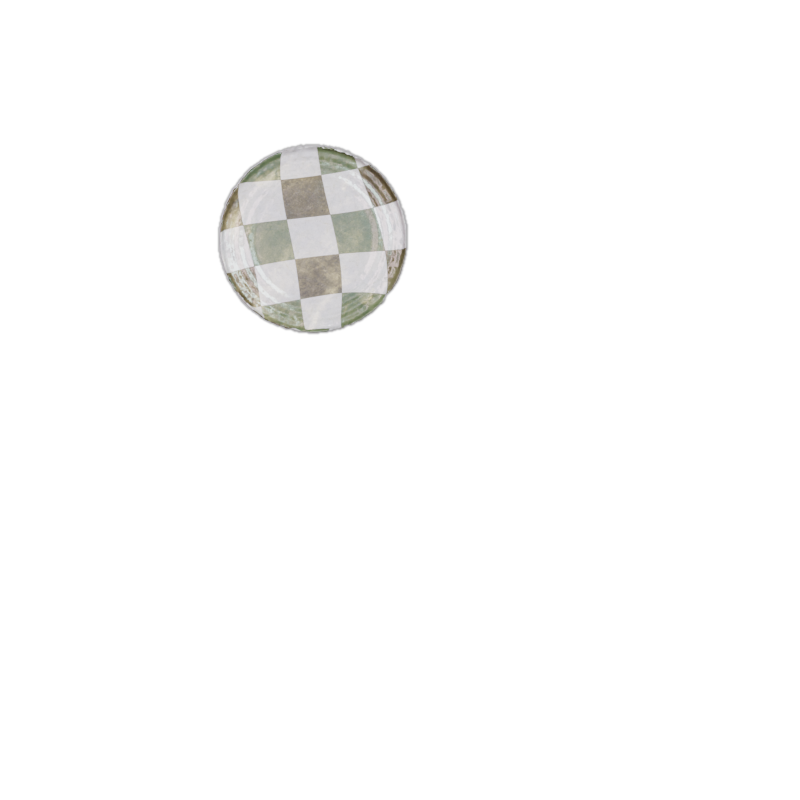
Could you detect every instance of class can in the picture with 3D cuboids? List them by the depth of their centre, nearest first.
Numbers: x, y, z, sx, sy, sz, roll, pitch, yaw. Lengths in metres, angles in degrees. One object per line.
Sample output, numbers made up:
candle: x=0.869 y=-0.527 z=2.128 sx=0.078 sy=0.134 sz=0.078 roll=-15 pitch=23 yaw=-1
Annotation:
can: x=-0.041 y=-0.074 z=0.519 sx=0.086 sy=0.087 sz=0.033 roll=0 pitch=-4 yaw=-1
